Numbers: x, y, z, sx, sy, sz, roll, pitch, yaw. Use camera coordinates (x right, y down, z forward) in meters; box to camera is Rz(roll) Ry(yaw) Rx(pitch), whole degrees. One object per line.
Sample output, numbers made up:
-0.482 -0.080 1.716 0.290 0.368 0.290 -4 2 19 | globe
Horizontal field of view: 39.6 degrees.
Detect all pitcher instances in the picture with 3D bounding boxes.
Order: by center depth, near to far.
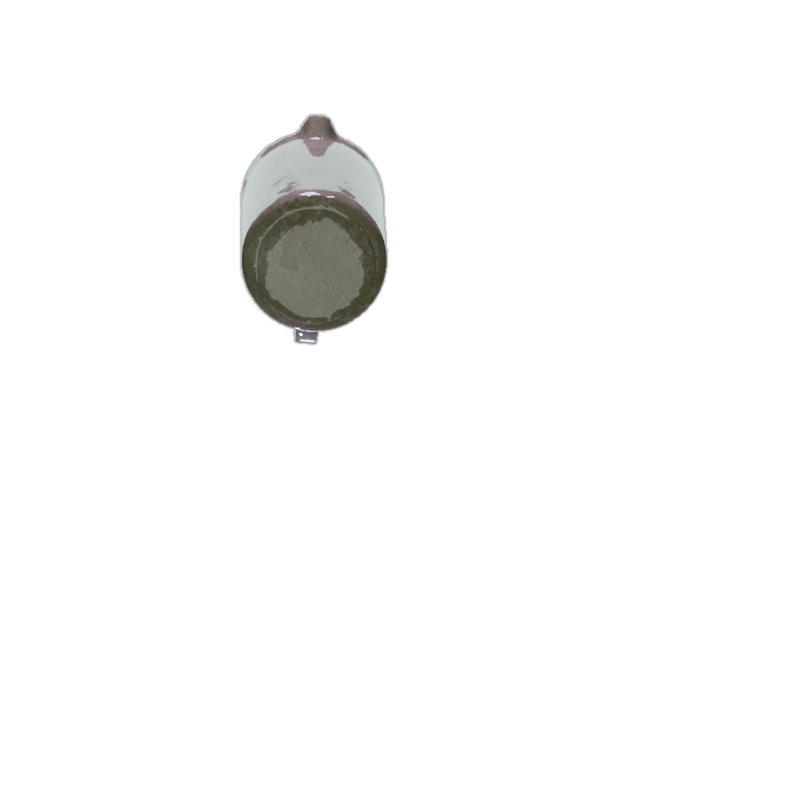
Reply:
-0.072 -0.132 0.924 0.144 0.144 0.253 -38 17 10 | pitcher
